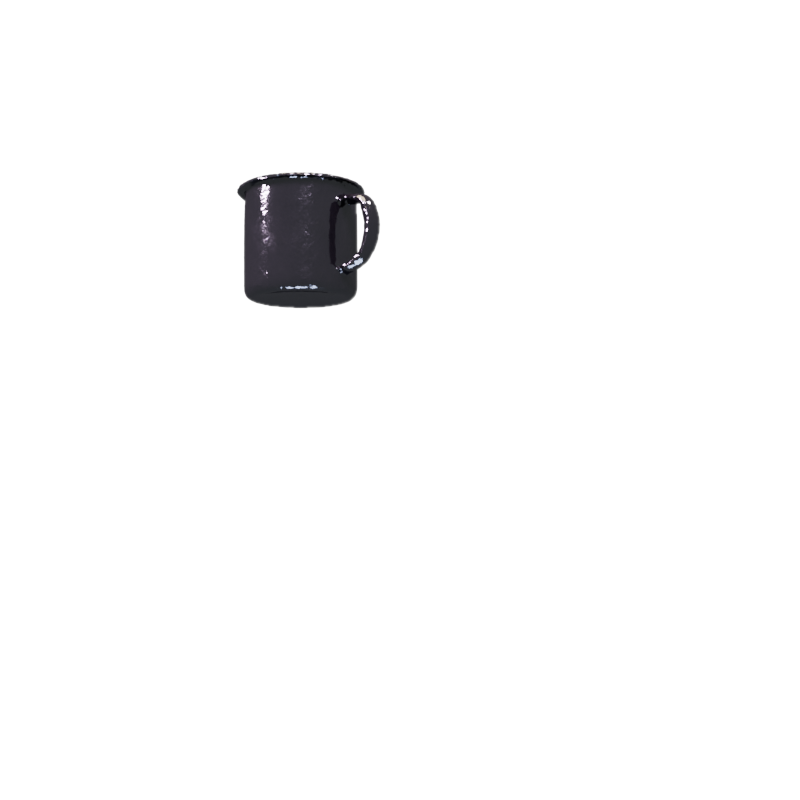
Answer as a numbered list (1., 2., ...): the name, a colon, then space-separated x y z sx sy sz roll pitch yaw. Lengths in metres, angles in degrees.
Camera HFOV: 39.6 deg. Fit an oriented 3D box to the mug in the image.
1. mug: -0.062 -0.114 0.796 0.120 0.084 0.088 -7 -11 37
